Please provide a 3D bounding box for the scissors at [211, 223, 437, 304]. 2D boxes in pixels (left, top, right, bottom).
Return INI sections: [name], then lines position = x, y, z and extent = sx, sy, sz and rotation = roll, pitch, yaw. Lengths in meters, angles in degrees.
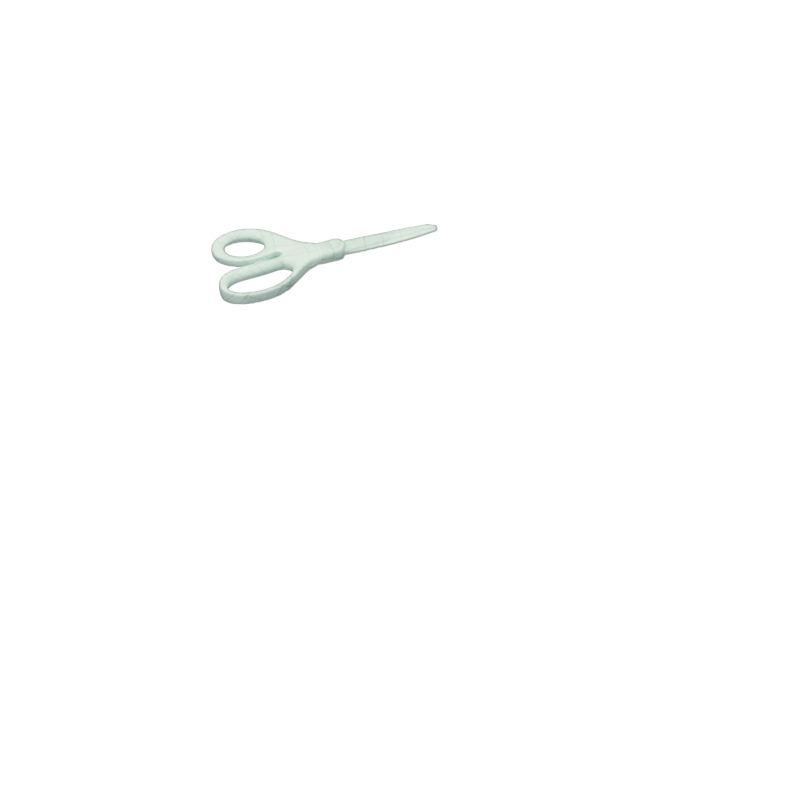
[scissors]
position = -0.075, -0.137, 0.958
extent = 0.201, 0.015, 0.104
rotation = -27, 49, -26
